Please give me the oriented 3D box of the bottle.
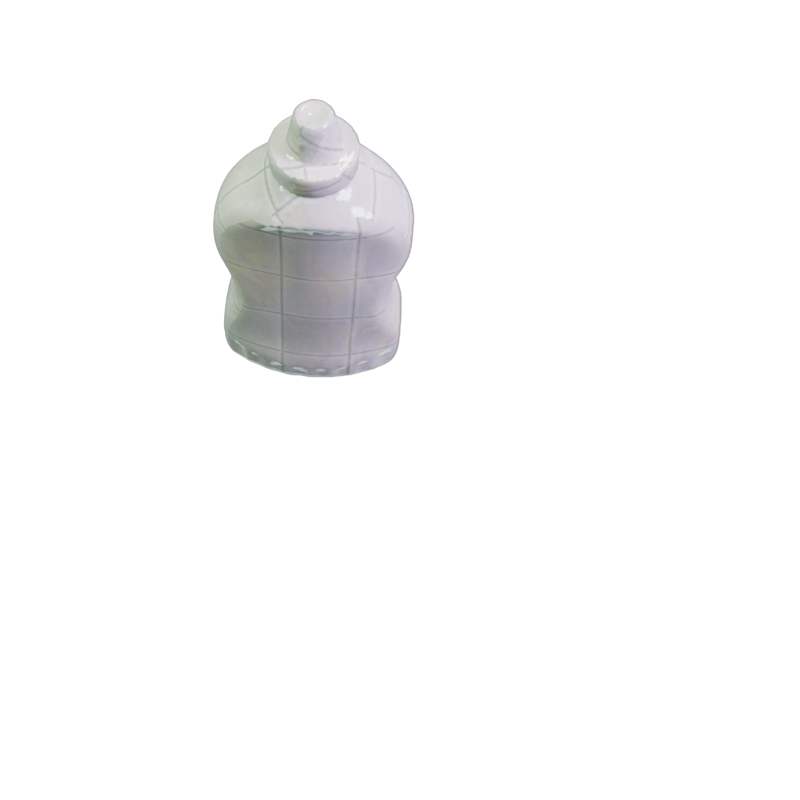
[{"bbox_3d":[-0.043,-0.078,0.546,0.096,0.062,0.180,7,-28,0],"label":"bottle"}]
